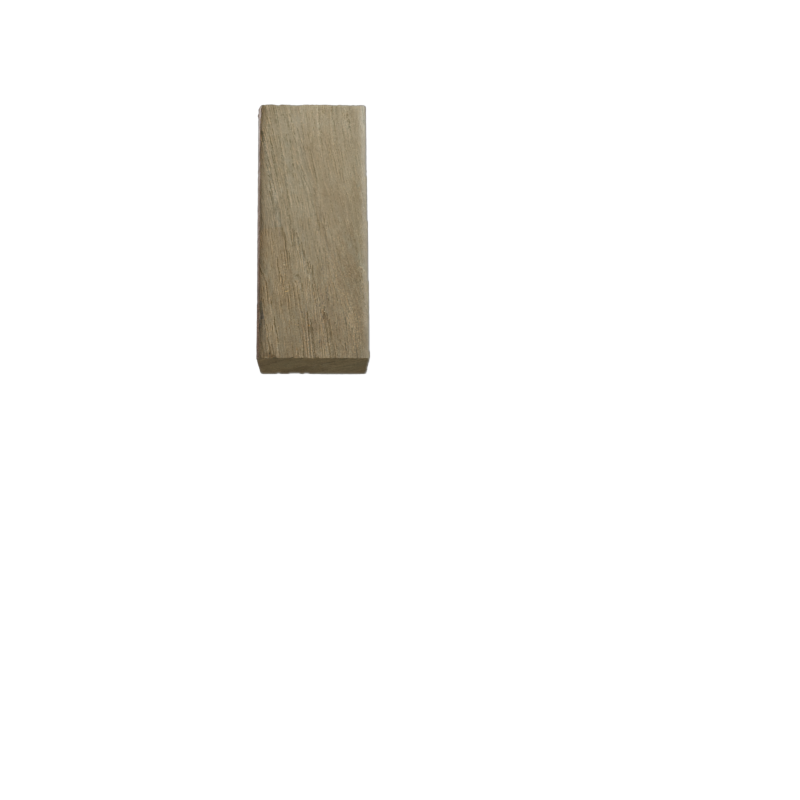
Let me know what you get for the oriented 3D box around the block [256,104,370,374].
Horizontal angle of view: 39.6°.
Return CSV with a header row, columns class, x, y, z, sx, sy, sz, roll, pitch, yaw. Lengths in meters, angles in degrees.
class,x,y,z,sx,sy,sz,roll,pitch,yaw
block,-0.072,-0.130,0.910,0.090,0.213,0.088,0,-13,-2
